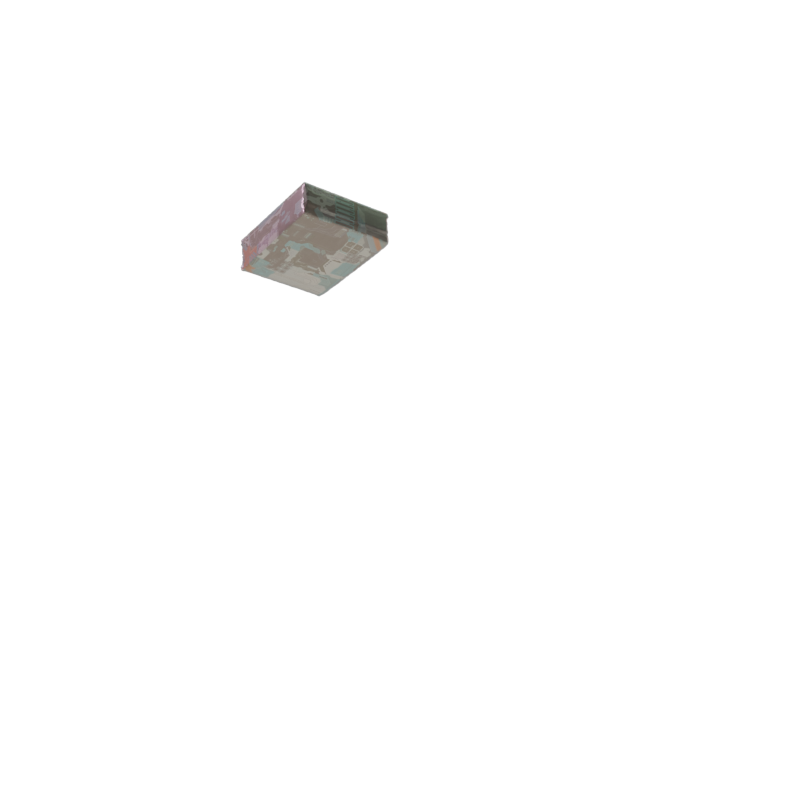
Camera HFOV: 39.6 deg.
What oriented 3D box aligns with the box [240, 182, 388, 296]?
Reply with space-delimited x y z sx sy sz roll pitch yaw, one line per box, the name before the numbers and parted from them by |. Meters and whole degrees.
box | -0.078 -0.142 0.995 0.085 0.041 0.112 19 -35 -30
